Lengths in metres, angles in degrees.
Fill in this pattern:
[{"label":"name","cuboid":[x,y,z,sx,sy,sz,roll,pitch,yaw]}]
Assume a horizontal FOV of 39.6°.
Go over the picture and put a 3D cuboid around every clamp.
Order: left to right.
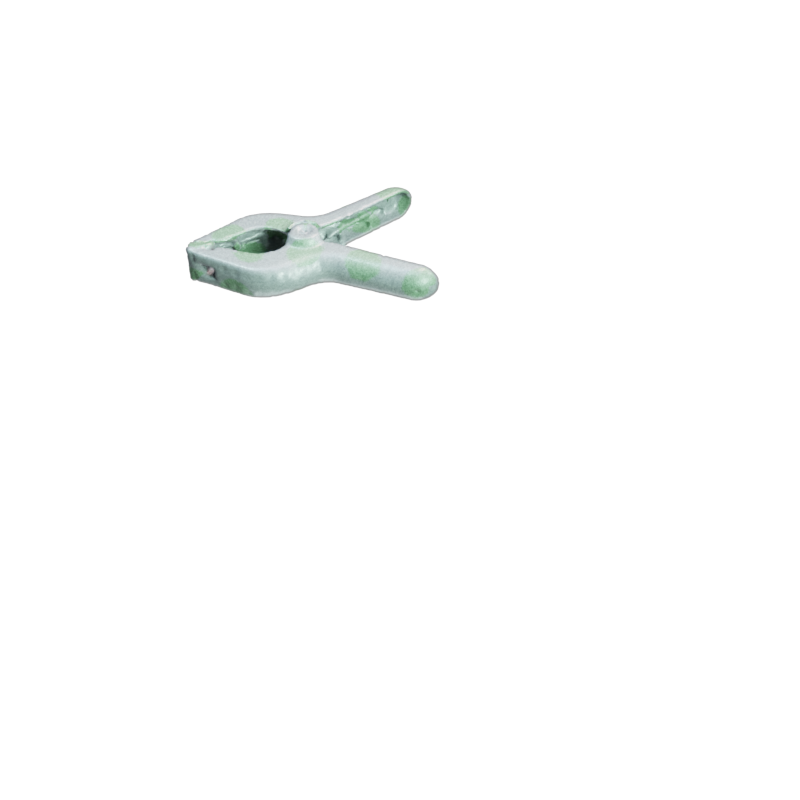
[{"label":"clamp","cuboid":[-0.061,-0.111,0.778,0.172,0.037,0.127,1,34,2]}]
